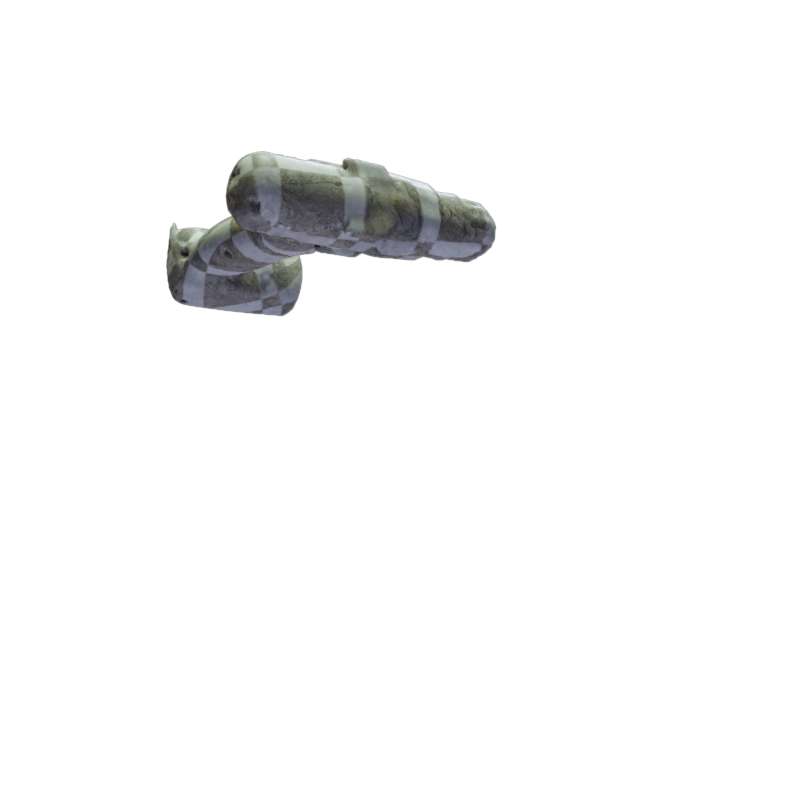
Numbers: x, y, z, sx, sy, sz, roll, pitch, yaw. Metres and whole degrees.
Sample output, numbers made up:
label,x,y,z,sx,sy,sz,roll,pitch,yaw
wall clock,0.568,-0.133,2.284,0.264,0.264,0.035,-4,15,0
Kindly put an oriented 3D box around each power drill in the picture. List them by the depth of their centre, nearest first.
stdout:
label,x,y,z,sx,sy,sz,roll,pitch,yaw
power drill,-0.057,-0.104,0.728,0.176,0.060,0.189,9,-16,-32
